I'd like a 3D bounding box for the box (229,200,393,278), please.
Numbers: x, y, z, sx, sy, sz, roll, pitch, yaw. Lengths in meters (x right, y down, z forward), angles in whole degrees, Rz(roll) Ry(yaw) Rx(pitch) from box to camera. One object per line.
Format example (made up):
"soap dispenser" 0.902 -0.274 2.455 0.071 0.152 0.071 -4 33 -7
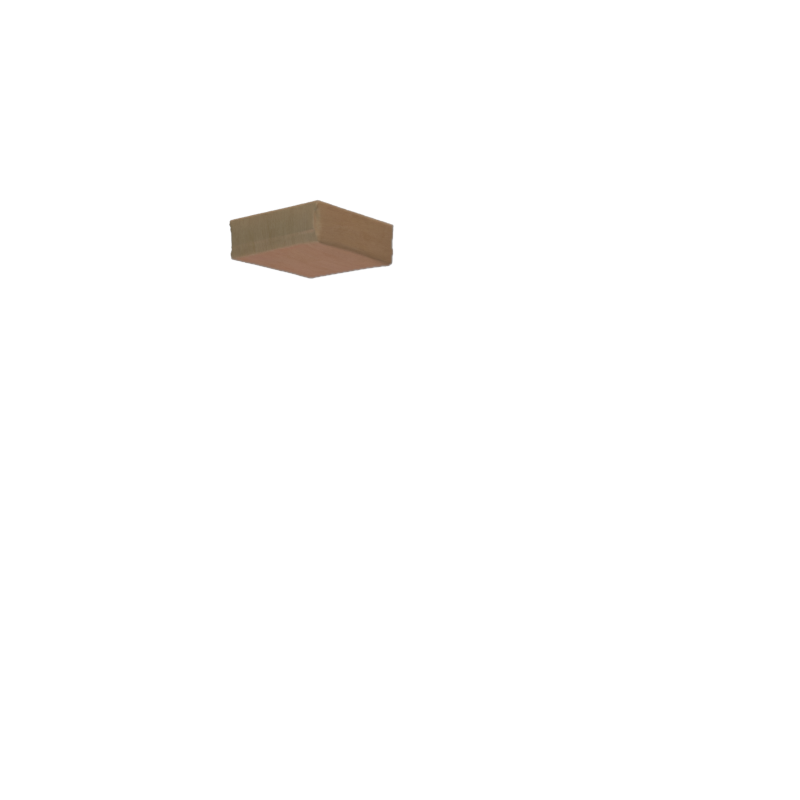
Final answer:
"box" -0.071 -0.130 0.911 0.092 0.040 0.107 -5 -9 34
